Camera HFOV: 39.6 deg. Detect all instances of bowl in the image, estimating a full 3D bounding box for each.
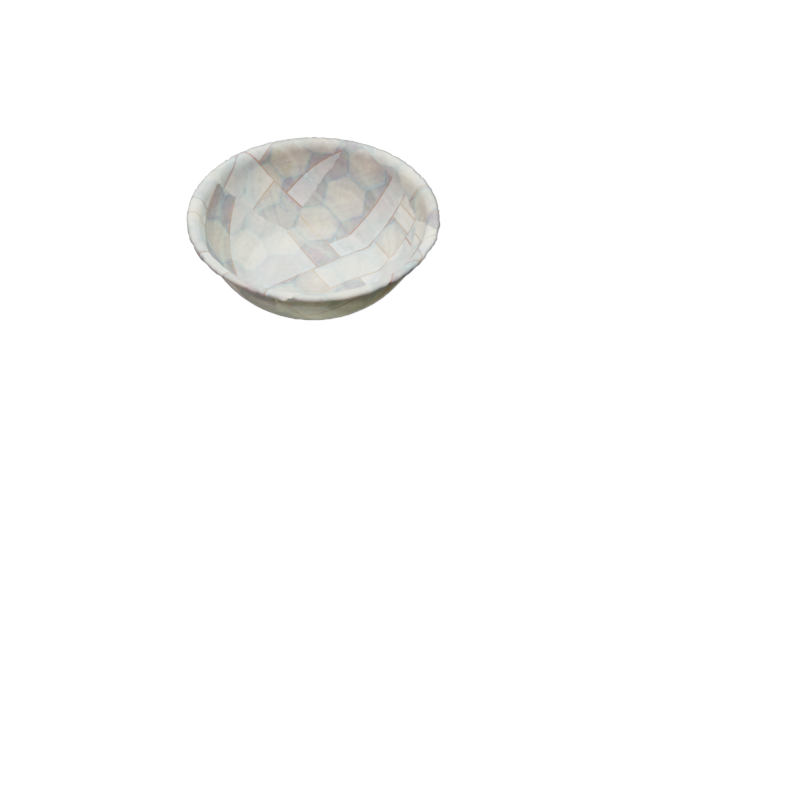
[{"bbox_3d":[-0.057,-0.103,0.724,0.162,0.174,0.051,-1,-44,-1],"label":"bowl"}]
